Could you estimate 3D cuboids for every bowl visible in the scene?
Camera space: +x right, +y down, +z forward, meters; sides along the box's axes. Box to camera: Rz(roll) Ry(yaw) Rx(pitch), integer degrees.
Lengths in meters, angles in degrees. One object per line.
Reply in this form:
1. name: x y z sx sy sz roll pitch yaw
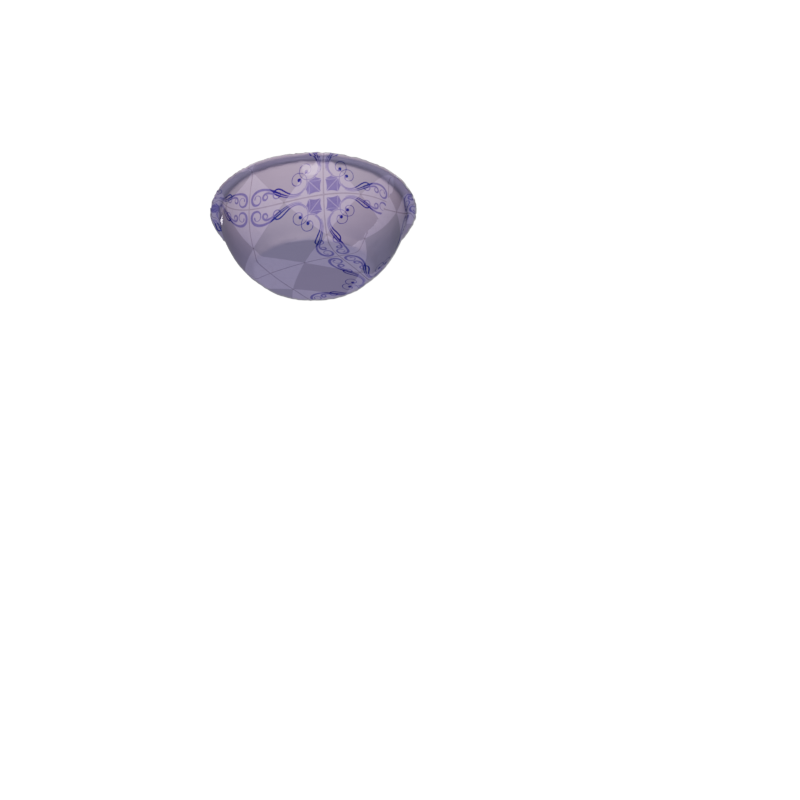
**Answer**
1. bowl: -0.067 -0.122 0.856 0.162 0.058 0.153 1 -27 -2
